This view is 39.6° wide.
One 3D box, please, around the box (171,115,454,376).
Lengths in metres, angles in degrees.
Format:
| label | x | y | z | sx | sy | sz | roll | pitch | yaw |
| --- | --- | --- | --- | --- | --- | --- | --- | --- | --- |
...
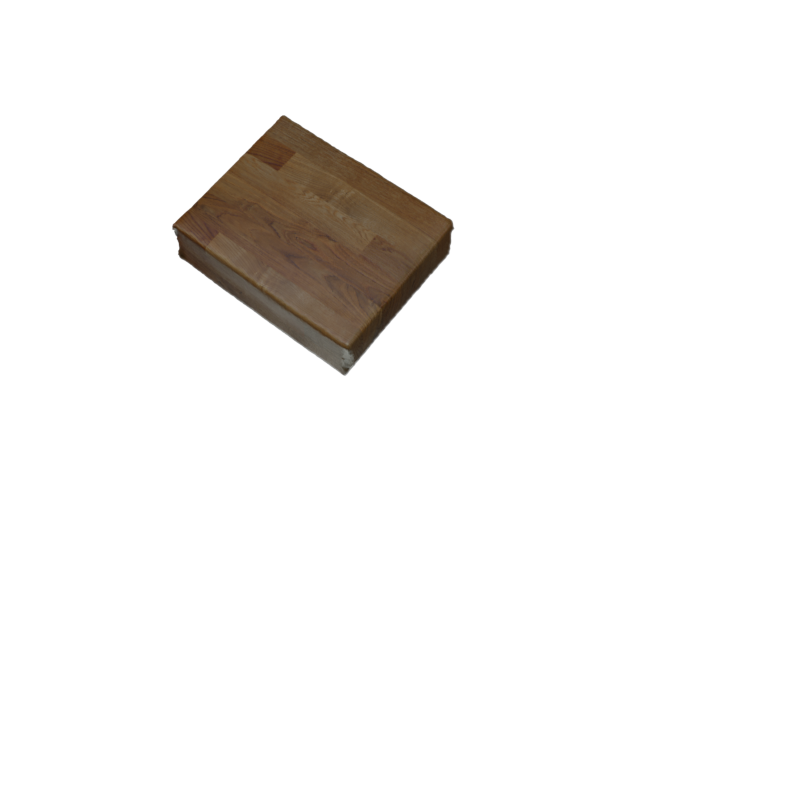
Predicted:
| label | x | y | z | sx | sy | sz | roll | pitch | yaw |
| --- | --- | --- | --- | --- | --- | --- | --- | --- | --- |
| box | -0.044 | -0.080 | 0.563 | 0.118 | 0.092 | 0.036 | 33 | -26 | 18 |
